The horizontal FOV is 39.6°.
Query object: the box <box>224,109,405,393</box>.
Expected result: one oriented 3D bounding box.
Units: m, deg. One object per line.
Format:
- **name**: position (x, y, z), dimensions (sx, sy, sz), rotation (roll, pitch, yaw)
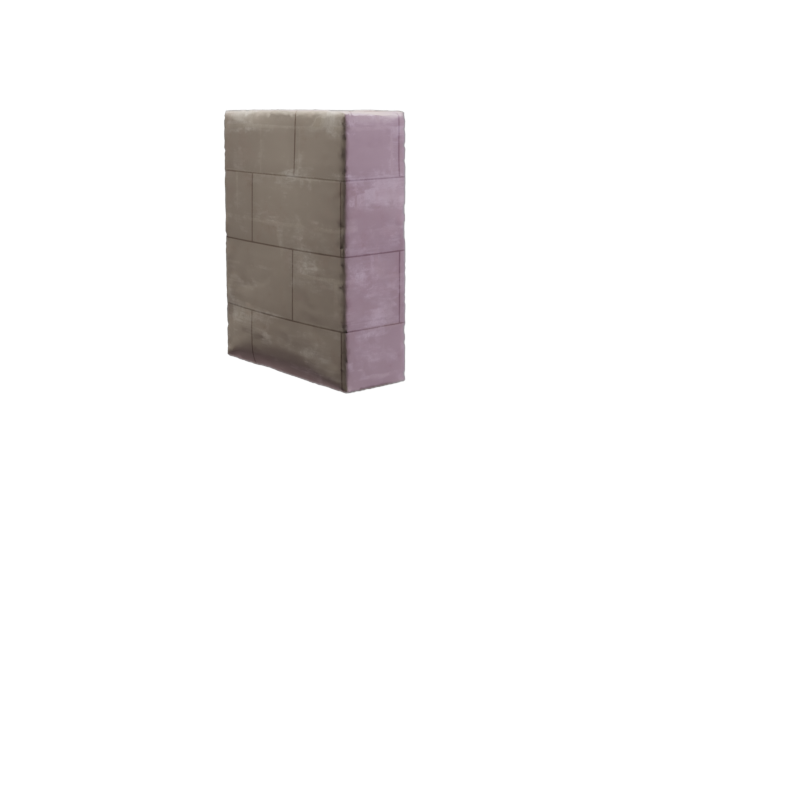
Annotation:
- **box**: position (-0.071, -0.129, 0.902), dimensions (0.070, 0.210, 0.173), rotation (-6, 12, -40)
